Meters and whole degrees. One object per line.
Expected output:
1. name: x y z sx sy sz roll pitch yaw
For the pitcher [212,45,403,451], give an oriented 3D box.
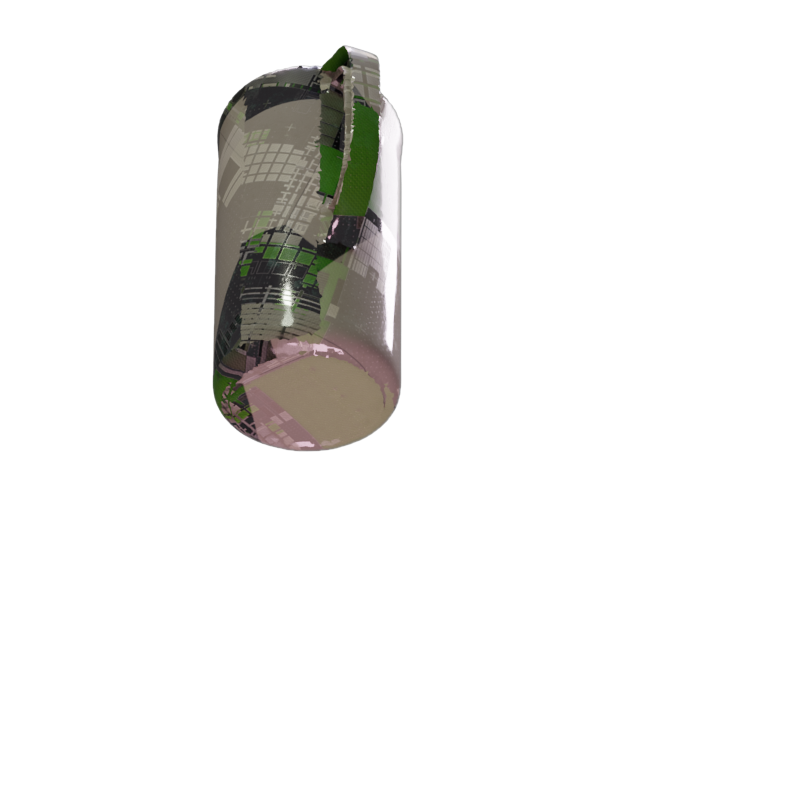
1. pitcher: -0.055 -0.101 0.705 0.146 0.261 0.137 -17 -44 15
